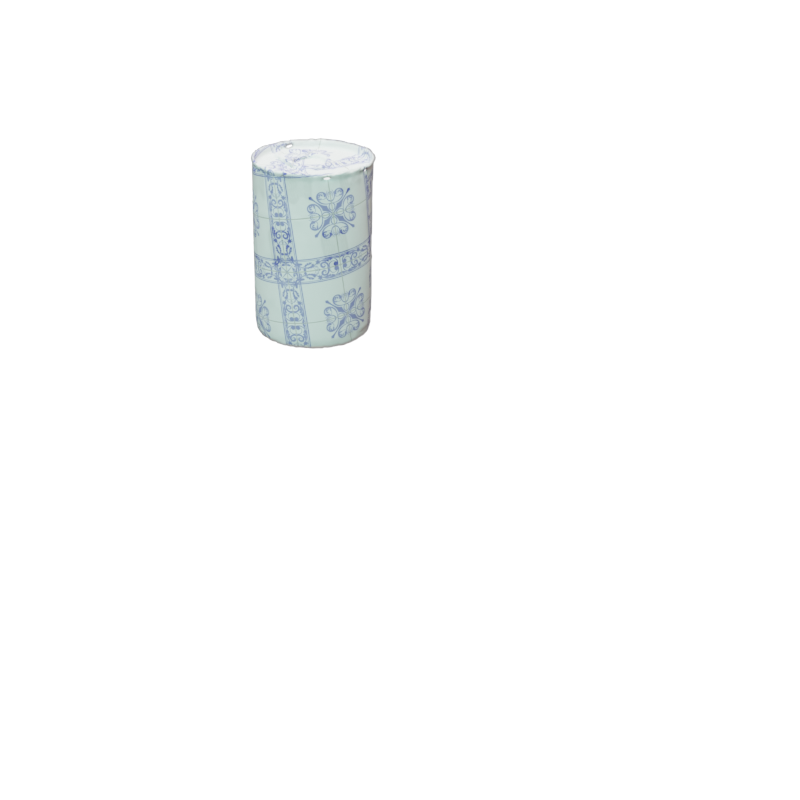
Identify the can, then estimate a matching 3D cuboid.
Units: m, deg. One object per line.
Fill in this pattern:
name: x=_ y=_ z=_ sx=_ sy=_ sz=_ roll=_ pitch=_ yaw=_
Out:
can: x=-0.049 y=-0.089 z=0.622 sx=0.068 sy=0.097 sz=0.072 roll=0 pitch=24 yaw=-2
